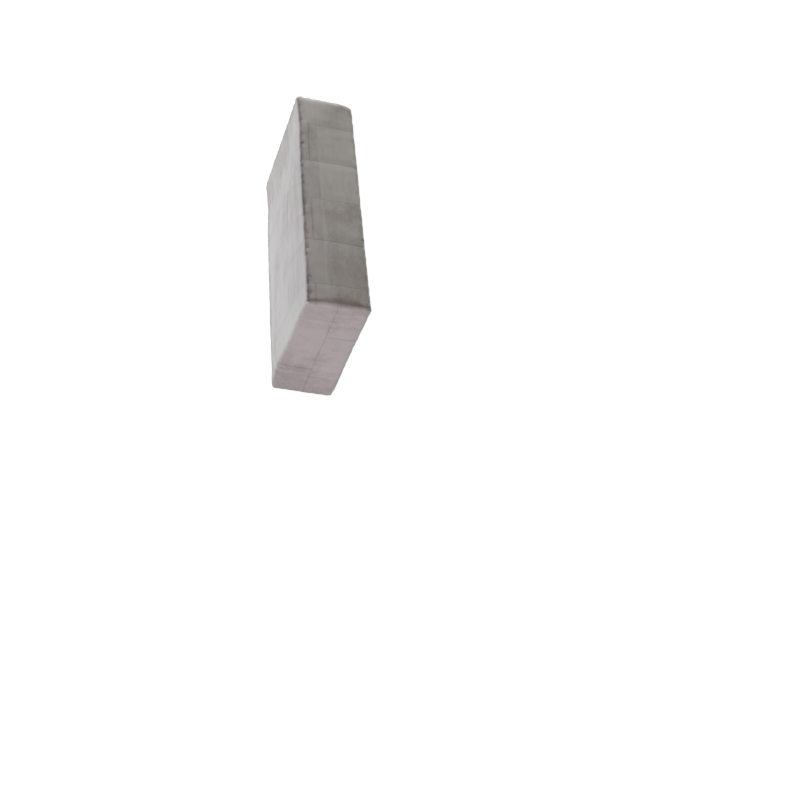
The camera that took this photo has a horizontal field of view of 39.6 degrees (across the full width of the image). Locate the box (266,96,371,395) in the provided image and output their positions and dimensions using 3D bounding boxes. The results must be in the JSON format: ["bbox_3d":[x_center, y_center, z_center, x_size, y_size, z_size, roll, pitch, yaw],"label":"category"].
[{"bbox_3d":[-0.056,-0.102,0.714,0.047,0.189,0.089,9,-39,-16],"label":"box"}]
